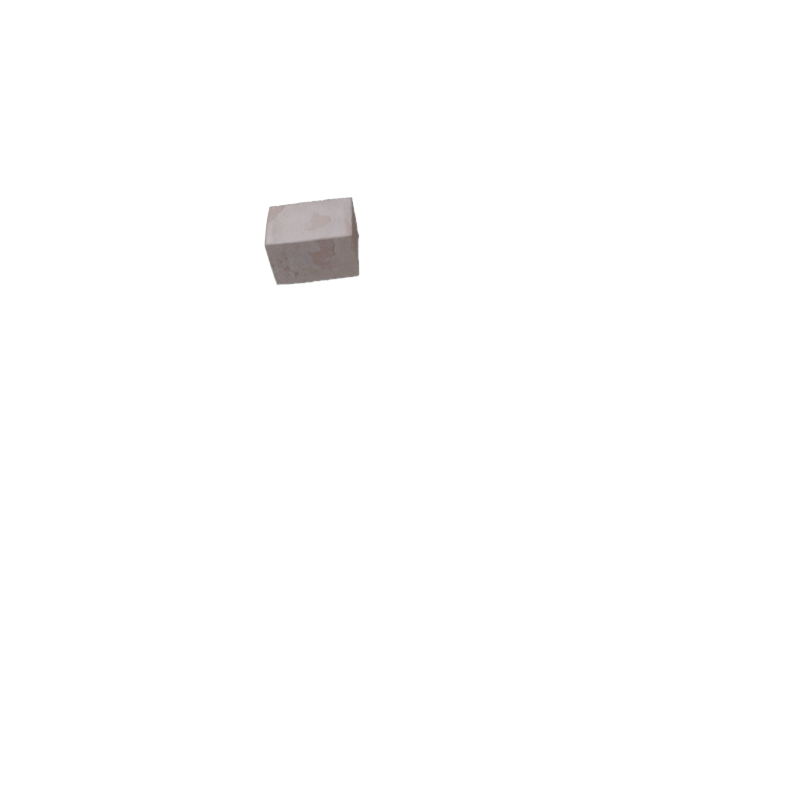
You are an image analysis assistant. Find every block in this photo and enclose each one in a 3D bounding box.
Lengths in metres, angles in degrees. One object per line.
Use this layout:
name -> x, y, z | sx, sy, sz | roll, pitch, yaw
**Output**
block -> -0.077, -0.141, 0.987 | 0.078, 0.055, 0.049 | -6, -42, 5
